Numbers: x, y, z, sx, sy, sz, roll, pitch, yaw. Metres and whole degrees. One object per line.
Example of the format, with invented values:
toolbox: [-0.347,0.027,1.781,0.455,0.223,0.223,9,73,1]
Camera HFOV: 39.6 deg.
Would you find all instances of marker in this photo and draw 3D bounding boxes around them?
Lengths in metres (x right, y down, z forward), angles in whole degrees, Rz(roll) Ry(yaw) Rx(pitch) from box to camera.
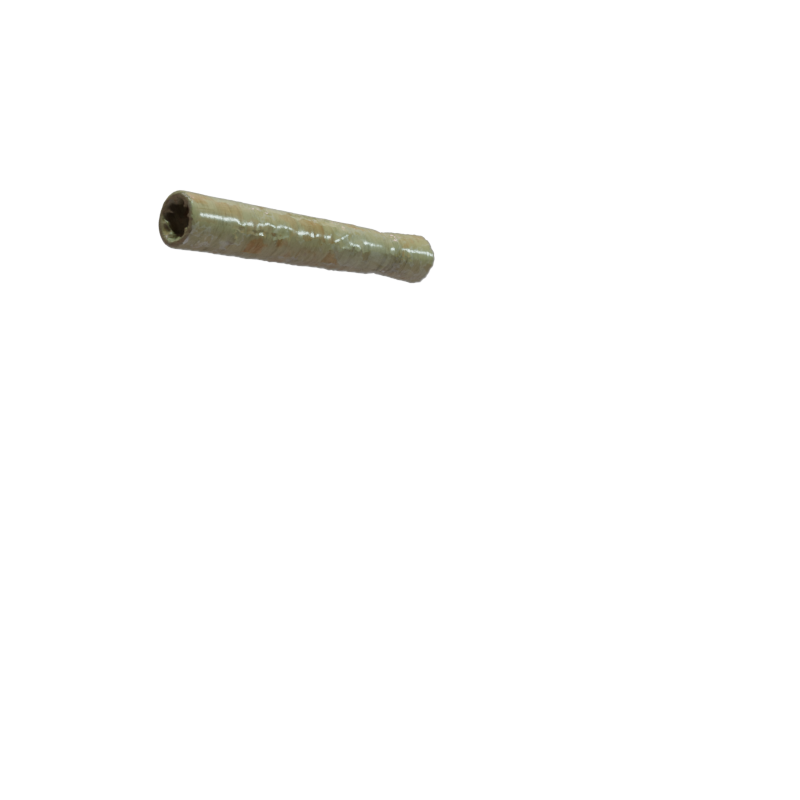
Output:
marker: [-0.031,-0.056,0.391,0.021,0.020,0.115,4,1,45]
